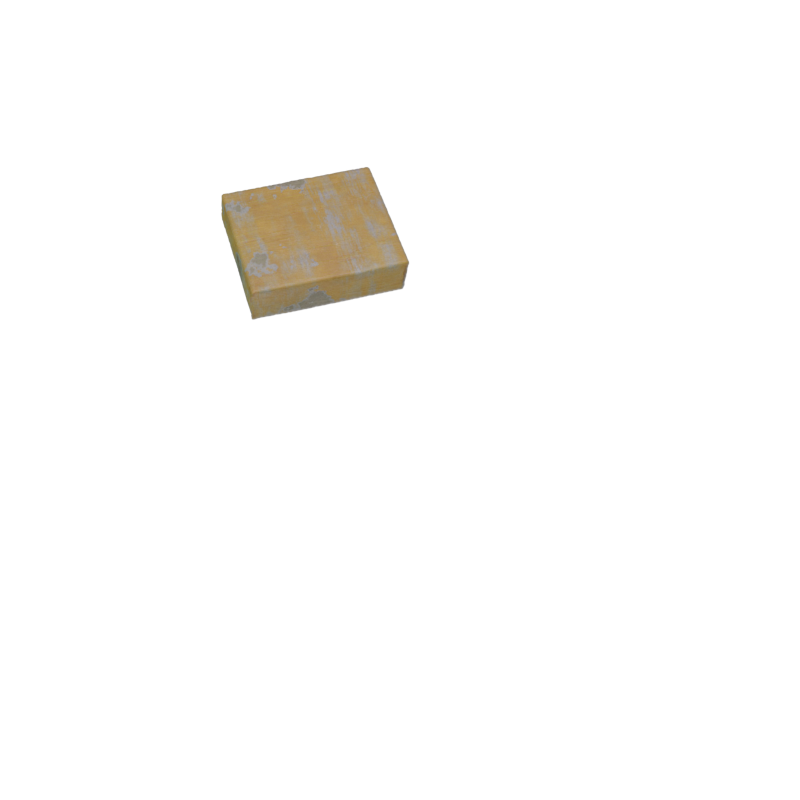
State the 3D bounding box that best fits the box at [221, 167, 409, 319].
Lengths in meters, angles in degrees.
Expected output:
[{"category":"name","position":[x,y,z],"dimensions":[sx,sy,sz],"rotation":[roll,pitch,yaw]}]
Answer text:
[{"category":"box","position":[-0.061,-0.111,0.776],"dimensions":[0.112,0.097,0.036],"rotation":[-14,-34,-10]}]
